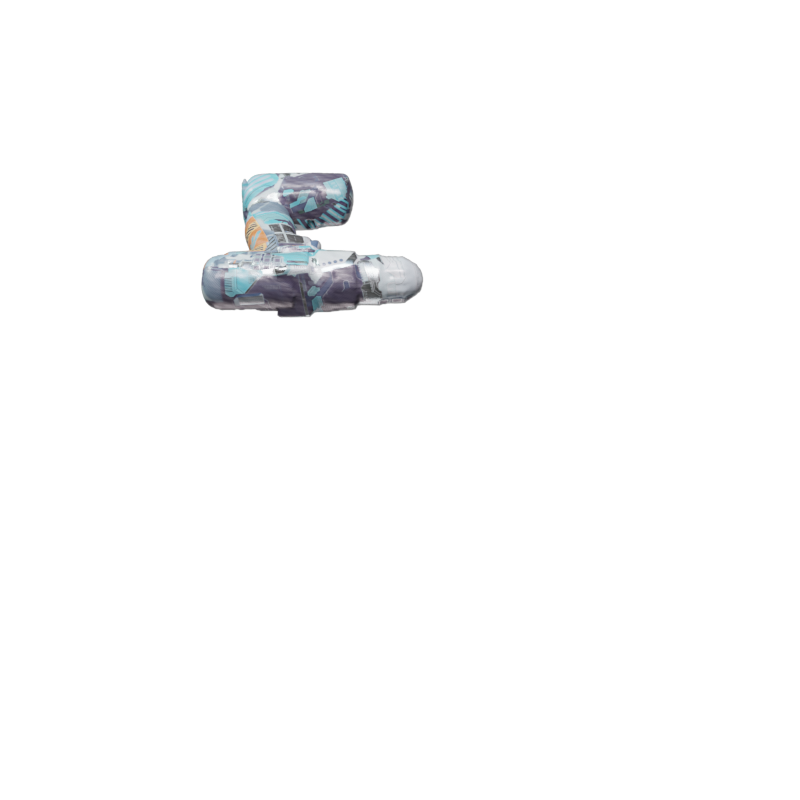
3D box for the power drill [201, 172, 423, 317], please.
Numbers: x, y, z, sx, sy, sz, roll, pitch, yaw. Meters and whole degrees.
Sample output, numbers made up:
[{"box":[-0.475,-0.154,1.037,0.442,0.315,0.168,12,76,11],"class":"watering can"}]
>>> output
[{"box":[-0.077,-0.141,0.985,0.184,0.054,0.200,0,33,-1],"class":"power drill"}]
